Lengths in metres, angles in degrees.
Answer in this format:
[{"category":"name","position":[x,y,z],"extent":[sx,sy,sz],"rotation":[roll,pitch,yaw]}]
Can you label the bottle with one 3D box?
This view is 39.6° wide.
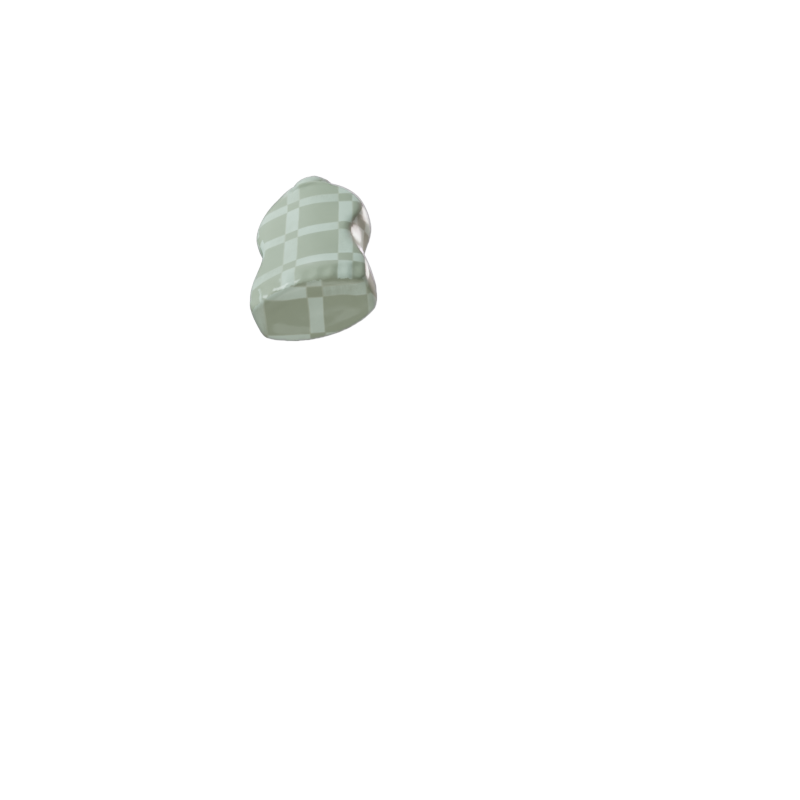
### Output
[{"category":"bottle","position":[-0.072,-0.131,0.918],"extent":[0.096,0.054,0.205],"rotation":[-17,38,10]}]
